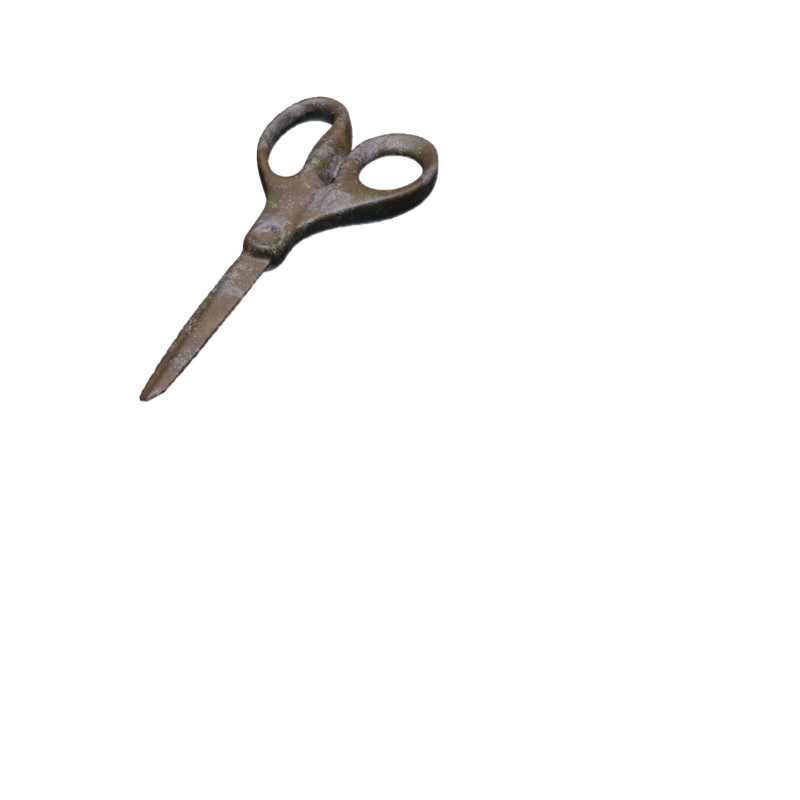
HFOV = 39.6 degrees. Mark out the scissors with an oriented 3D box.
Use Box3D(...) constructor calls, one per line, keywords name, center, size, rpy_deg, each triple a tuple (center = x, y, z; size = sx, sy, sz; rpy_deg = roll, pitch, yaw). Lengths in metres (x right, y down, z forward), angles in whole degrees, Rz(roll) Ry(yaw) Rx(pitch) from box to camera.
Box3D(name="scissors", center=(-0.038, -0.069, 0.486), size=(0.097, 0.214, 0.015), rpy_deg=(6, -43, 6))
